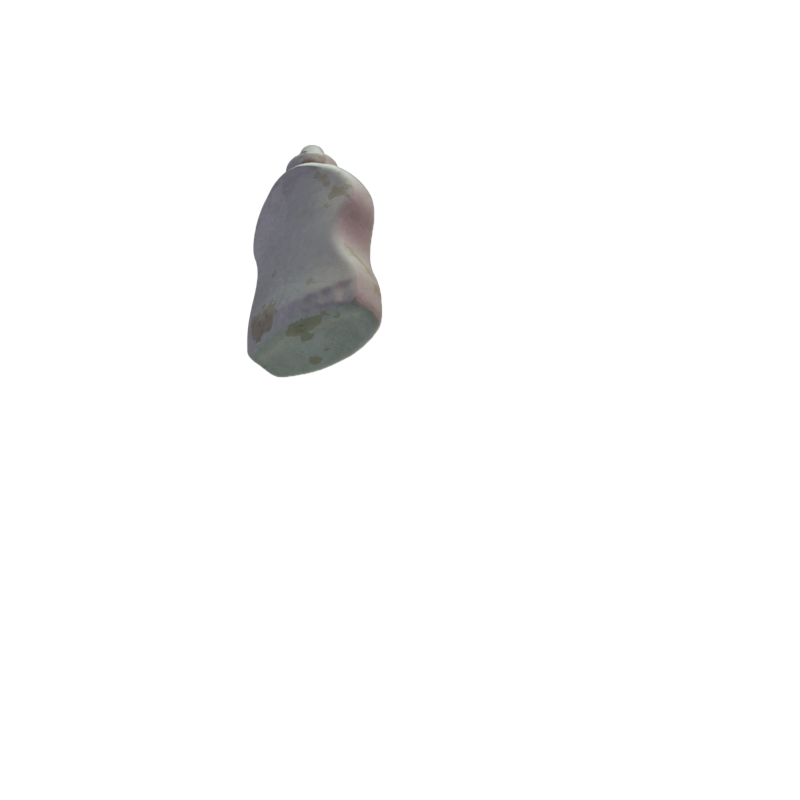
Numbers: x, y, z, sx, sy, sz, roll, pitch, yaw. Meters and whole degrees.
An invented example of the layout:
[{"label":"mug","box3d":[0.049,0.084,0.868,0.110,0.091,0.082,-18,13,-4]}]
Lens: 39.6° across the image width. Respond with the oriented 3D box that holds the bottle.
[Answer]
[{"label":"bottle","box3d":[-0.063,-0.115,0.800,0.096,0.206,0.054,-28,-46,26]}]
